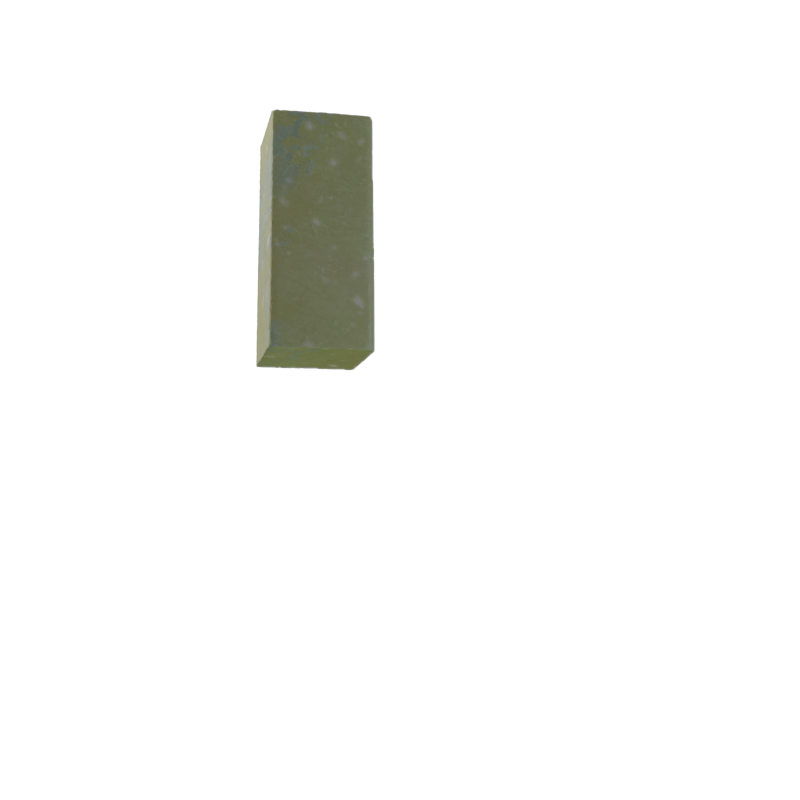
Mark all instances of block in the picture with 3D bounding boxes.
[{"bbox_3d":[-0.075,-0.137,0.960,0.089,0.214,0.089,2,-16,-12],"label":"block"}]
